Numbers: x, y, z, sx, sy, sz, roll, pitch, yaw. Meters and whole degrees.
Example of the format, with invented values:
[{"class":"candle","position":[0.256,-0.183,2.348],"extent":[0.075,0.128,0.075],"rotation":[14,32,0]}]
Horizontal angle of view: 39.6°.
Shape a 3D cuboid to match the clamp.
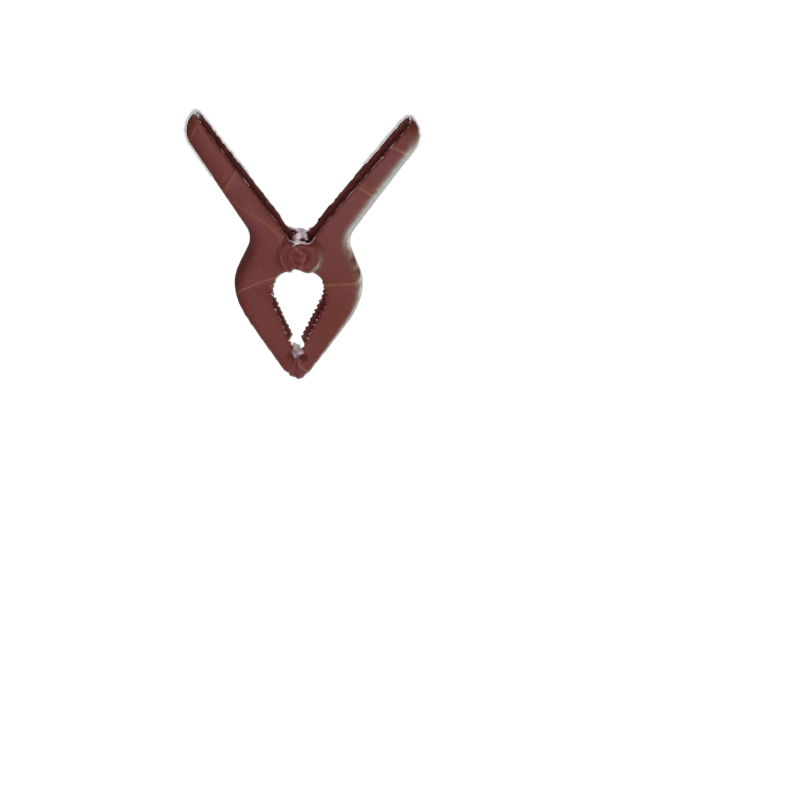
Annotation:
[{"class":"clamp","position":[-0.064,-0.116,0.814],"extent":[0.165,0.200,0.038],"rotation":[-4,22,1]}]
